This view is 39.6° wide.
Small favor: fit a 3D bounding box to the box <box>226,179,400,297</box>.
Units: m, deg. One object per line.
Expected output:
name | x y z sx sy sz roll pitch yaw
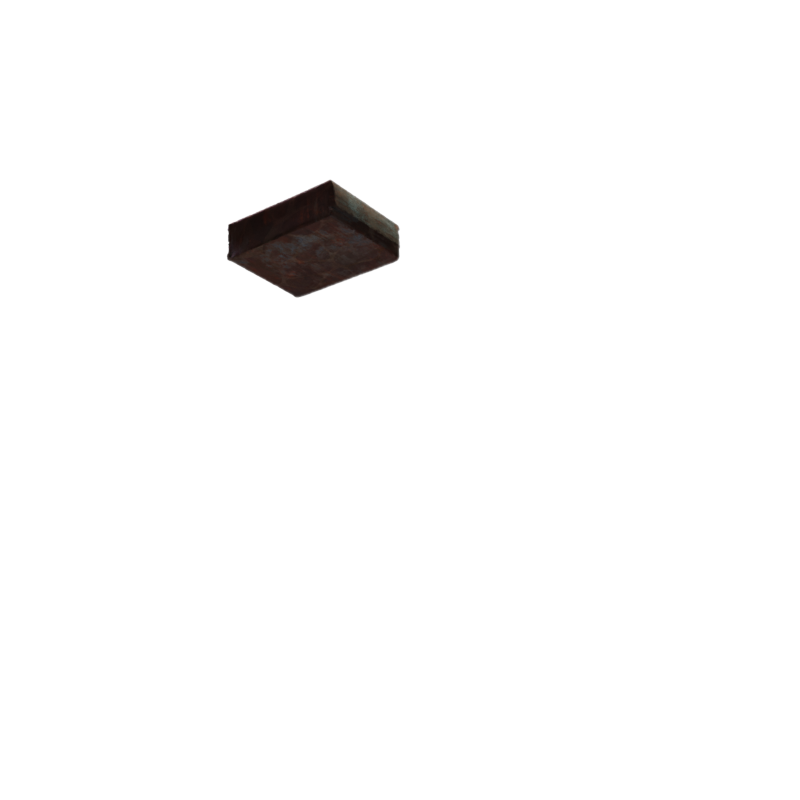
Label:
box | -0.070 -0.128 0.900 0.114 0.041 0.084 -19 -32 33
